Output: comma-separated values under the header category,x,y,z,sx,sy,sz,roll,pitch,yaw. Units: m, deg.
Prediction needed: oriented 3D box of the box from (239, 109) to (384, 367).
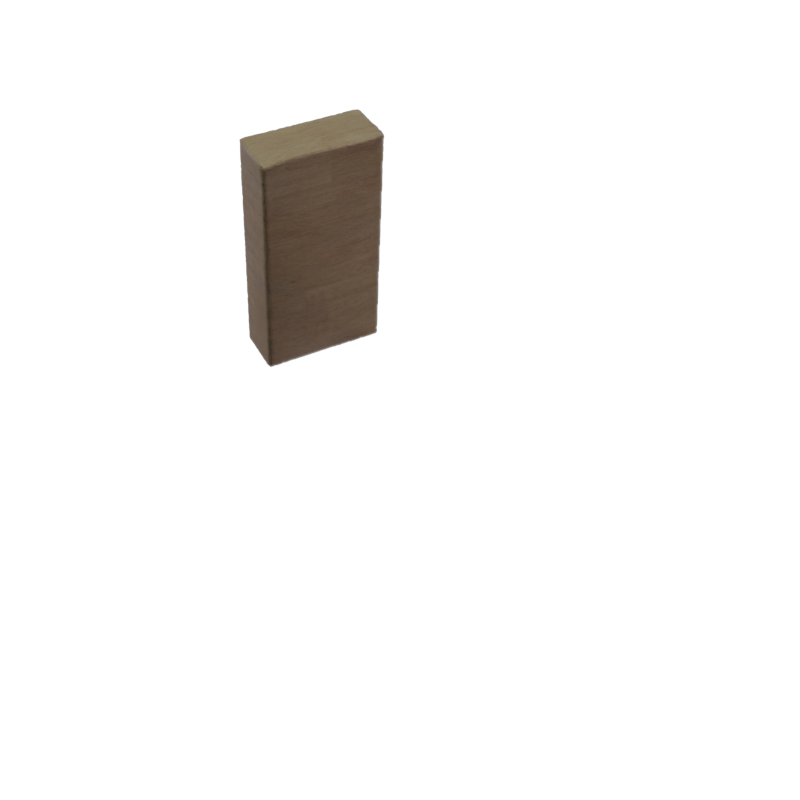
category,x,y,z,sx,sy,sz,roll,pitch,yaw
box,-0.062,-0.112,0.788,0.092,0.164,0.052,-18,46,-22
